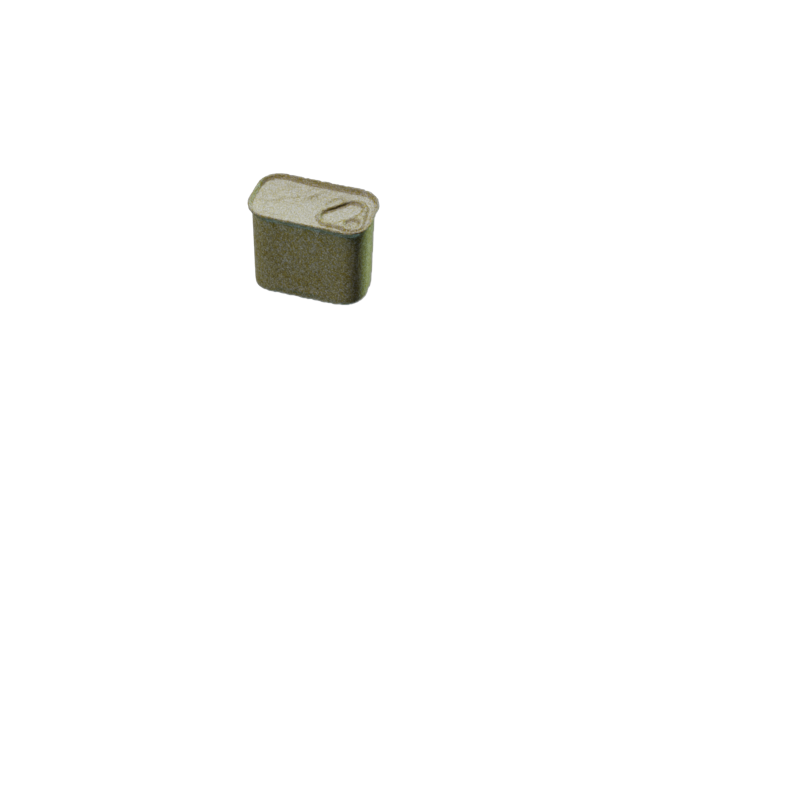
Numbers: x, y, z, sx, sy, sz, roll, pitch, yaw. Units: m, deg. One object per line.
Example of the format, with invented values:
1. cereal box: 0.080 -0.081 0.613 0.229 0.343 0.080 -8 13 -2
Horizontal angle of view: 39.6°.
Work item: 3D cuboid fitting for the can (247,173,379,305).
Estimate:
1. can: -0.071 -0.129 0.903 0.104 0.078 0.060 13 45 11
